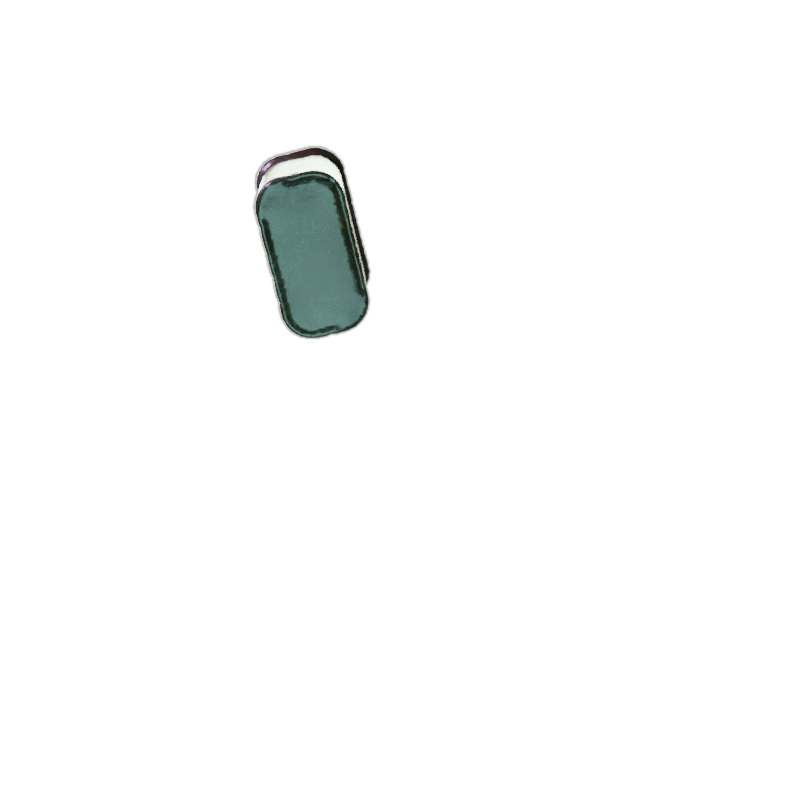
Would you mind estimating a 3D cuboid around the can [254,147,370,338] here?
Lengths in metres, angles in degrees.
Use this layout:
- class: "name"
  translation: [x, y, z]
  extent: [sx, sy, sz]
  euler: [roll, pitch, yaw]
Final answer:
- class: "can"
  translation: [-0.052, -0.095, 0.667]
  extent: [0.057, 0.099, 0.087]
  euler: [-14, 15, 1]
